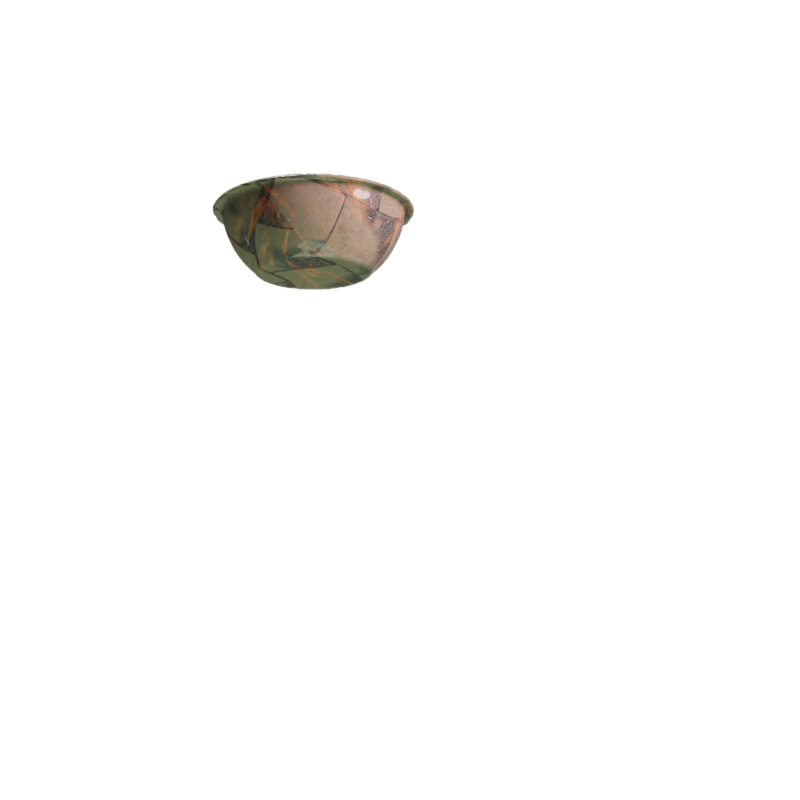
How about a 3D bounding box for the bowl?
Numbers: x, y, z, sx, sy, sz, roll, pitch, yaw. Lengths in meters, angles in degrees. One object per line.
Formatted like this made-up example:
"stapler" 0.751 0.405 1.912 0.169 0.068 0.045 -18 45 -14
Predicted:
"bowl" -0.069 -0.127 0.886 0.162 0.057 0.157 0 -12 -2
